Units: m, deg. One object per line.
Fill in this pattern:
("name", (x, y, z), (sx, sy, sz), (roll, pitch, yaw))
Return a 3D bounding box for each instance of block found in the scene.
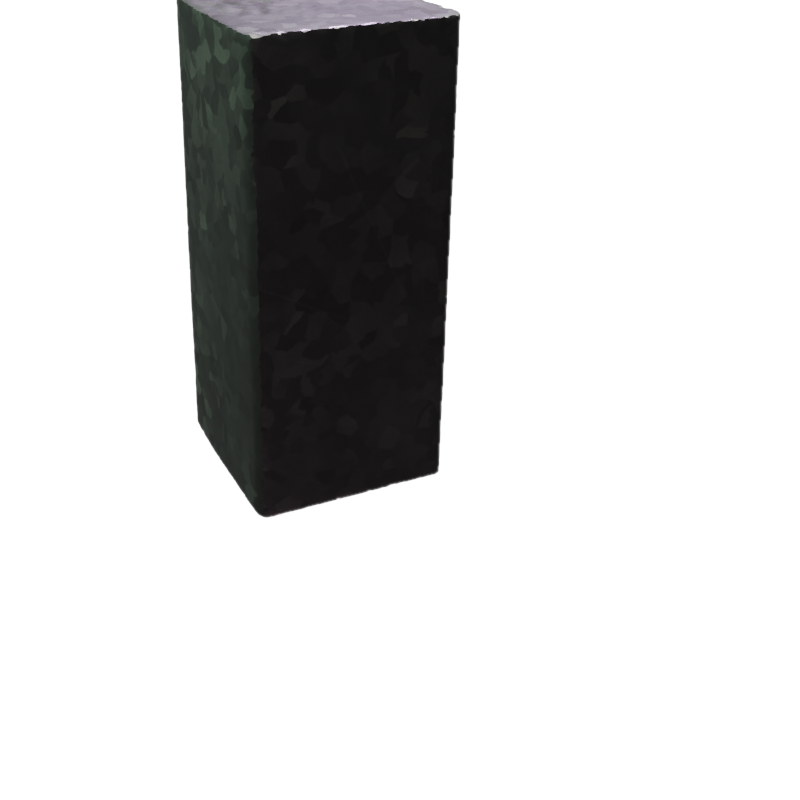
("block", (-0.037, -0.068, 0.479), (0.089, 0.196, 0.097), (-10, 27, -24))
